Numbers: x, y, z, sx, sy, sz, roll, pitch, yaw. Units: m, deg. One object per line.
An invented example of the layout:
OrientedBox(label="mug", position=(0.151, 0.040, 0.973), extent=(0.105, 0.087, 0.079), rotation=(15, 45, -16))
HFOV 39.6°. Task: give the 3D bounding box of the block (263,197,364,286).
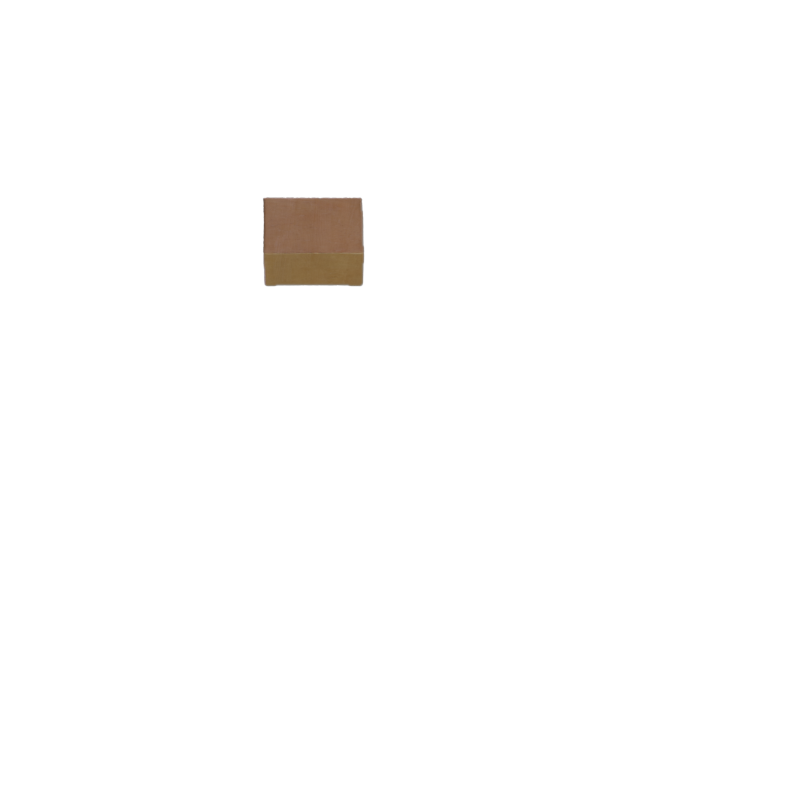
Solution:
OrientedBox(label="block", position=(-0.067, -0.122, 0.852), extent=(0.078, 0.054, 0.050), rotation=(0, -27, -2))
